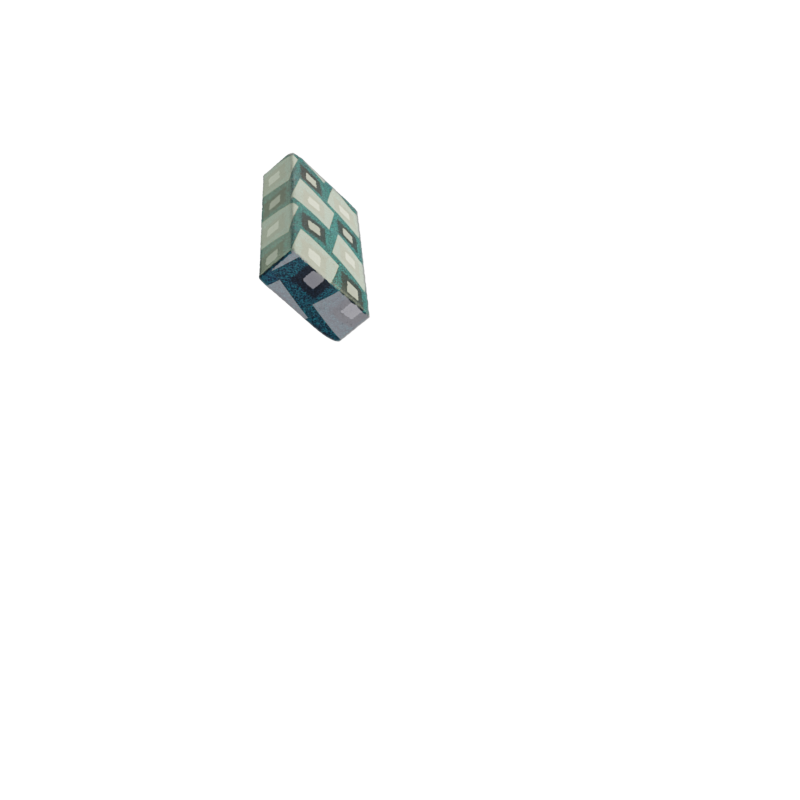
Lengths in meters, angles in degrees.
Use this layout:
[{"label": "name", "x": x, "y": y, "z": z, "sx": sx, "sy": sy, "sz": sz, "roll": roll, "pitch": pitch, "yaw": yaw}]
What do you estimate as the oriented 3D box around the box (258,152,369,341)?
[{"label": "box", "x": -0.075, "y": -0.137, "z": 0.955, "sx": 0.048, "sy": 0.189, "sz": 0.088, "roll": -37, "pitch": -59, "yaw": 23}]
